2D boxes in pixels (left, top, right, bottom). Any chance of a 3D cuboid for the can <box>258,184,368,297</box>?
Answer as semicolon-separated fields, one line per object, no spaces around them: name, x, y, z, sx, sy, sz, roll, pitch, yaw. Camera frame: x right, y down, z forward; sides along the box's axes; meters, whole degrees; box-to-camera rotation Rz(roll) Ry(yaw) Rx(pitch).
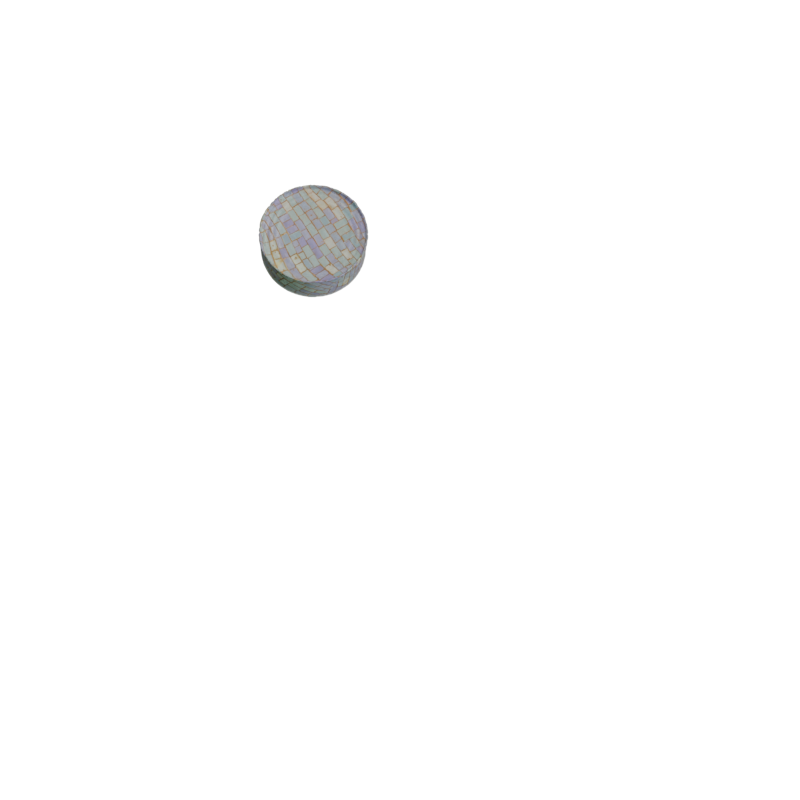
can;-0.069;-0.126;0.882;0.086;0.091;0.032;-1;-24;-1
